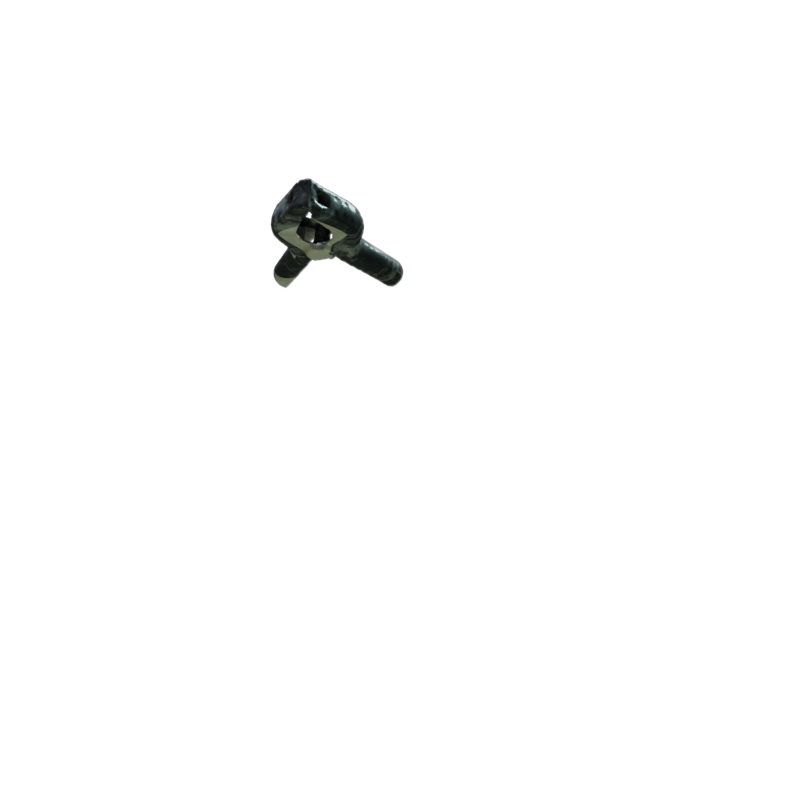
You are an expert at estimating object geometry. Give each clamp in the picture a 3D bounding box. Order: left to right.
[{"bbox_3d":[-0.076,-0.139,0.972,0.122,0.042,0.159,-8,-26,16],"label":"clamp"}]
